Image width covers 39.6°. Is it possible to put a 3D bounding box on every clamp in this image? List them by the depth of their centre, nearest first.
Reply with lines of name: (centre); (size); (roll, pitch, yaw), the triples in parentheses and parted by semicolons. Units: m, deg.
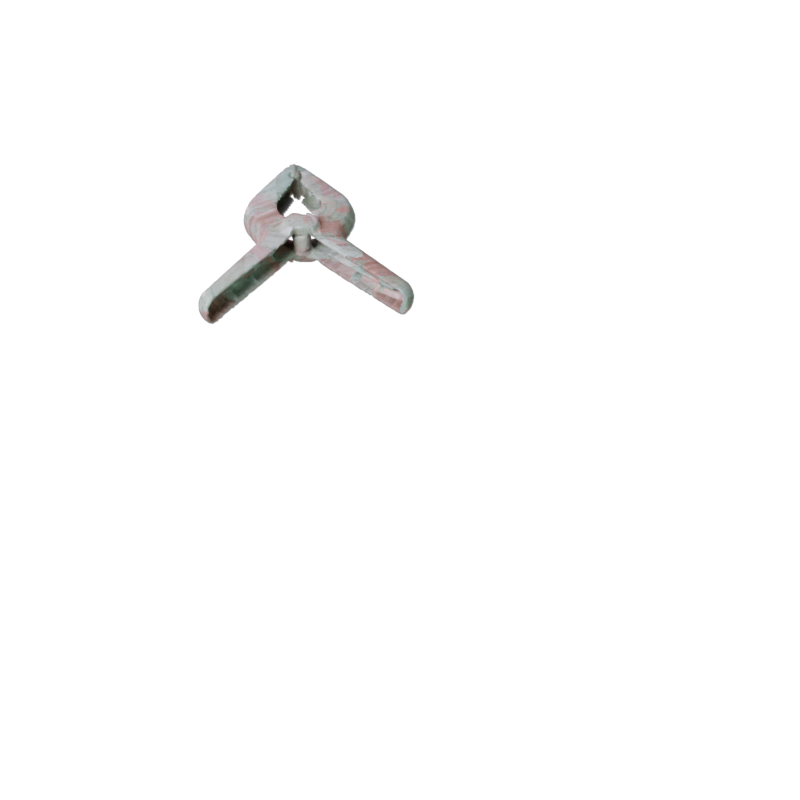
clamp: (-0.072, -0.131, 0.920); (0.165, 0.034, 0.224); (1, 39, 1)
